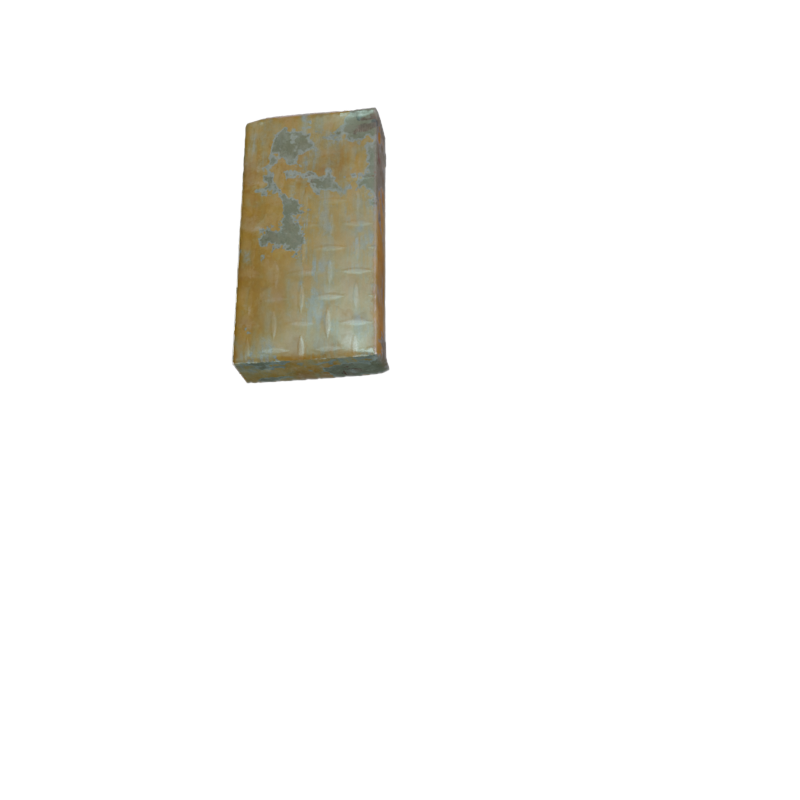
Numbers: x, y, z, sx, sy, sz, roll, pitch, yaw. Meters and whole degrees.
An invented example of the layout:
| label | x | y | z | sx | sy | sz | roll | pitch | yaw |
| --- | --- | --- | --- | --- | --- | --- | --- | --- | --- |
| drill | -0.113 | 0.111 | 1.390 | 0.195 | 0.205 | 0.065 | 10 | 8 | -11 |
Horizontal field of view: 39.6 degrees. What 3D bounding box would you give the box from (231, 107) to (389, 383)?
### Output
| label | x | y | z | sx | sy | sz | roll | pitch | yaw |
| --- | --- | --- | --- | --- | --- | --- | --- | --- | --- |
| box | -0.056 | -0.102 | 0.716 | 0.094 | 0.186 | 0.045 | -5 | -23 | 9 |
